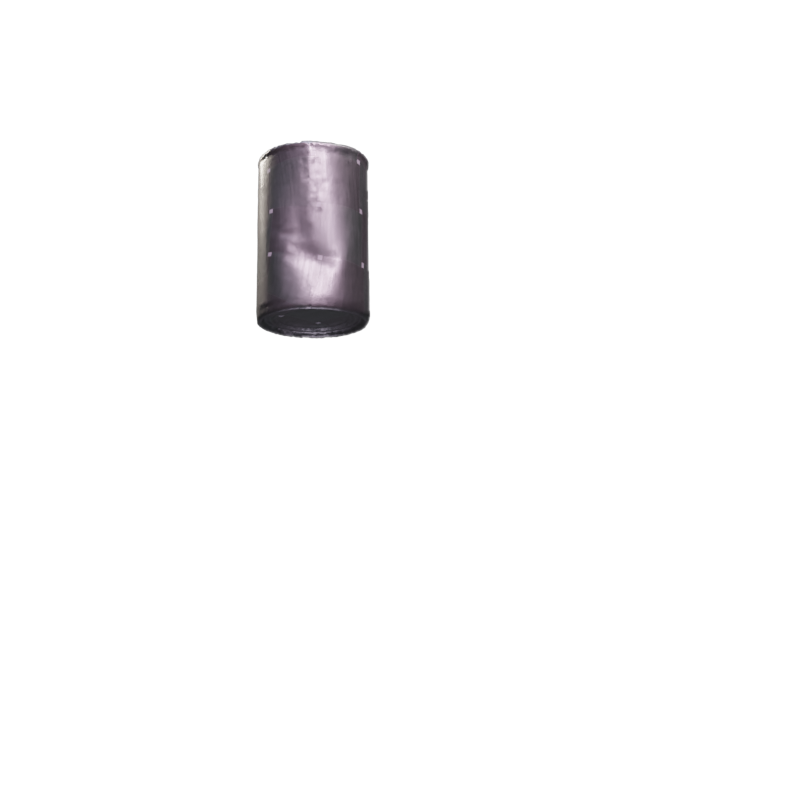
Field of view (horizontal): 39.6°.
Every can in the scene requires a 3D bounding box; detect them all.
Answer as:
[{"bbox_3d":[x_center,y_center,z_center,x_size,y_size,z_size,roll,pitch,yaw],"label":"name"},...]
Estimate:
[{"bbox_3d":[-0.052,-0.094,0.661,0.068,0.107,0.066,0,-17,-2],"label":"can"}]
